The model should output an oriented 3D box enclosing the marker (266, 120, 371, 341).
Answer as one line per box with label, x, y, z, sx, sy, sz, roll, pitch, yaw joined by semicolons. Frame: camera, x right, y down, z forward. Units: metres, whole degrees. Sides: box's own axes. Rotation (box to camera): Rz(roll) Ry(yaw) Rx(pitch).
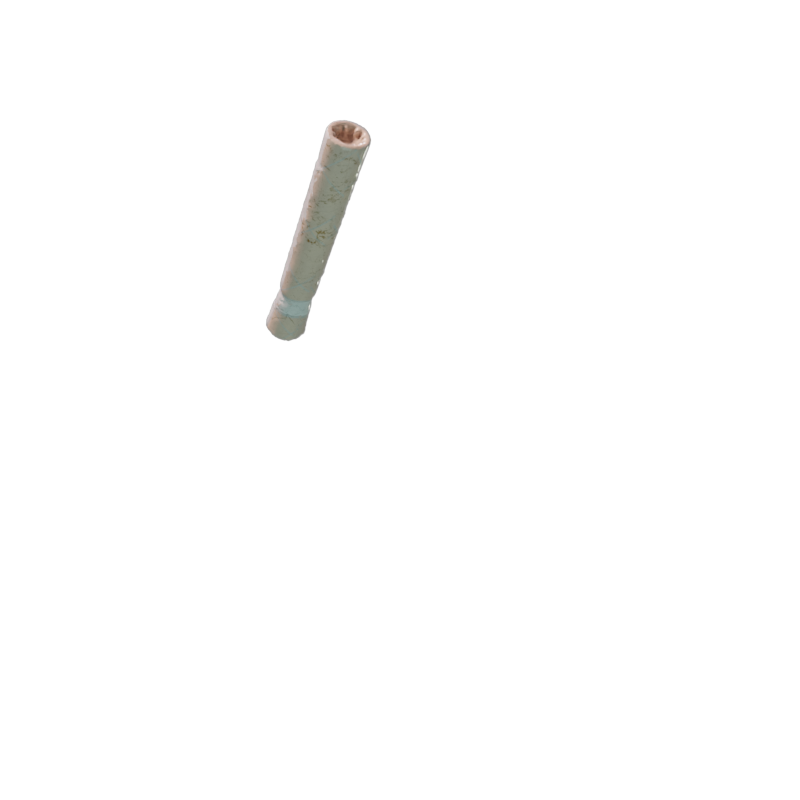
marker;-0.038;-0.069;0.481;0.019;0.021;0.115;11;-44;-14
